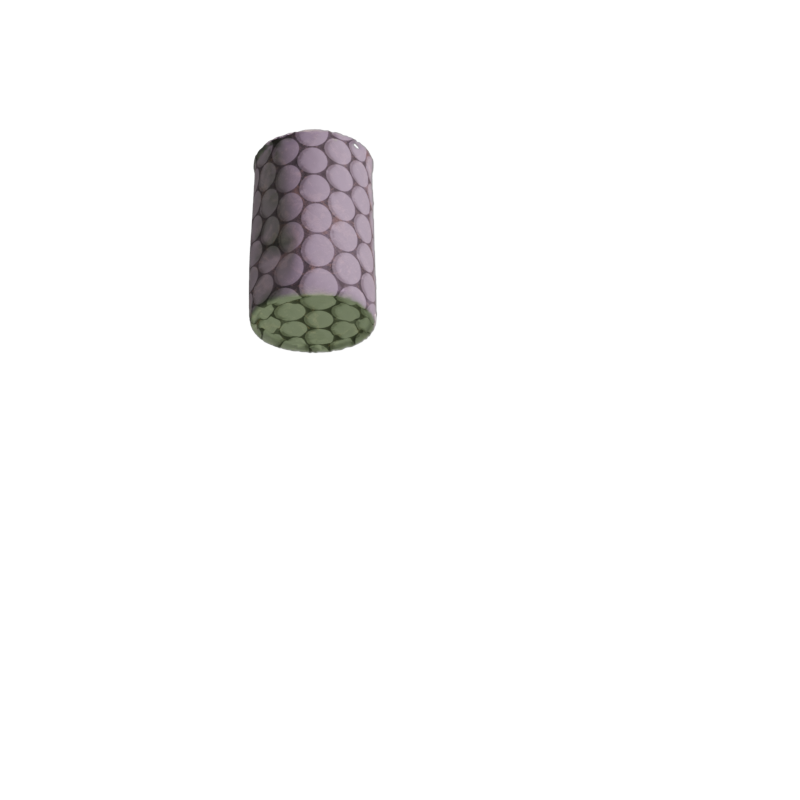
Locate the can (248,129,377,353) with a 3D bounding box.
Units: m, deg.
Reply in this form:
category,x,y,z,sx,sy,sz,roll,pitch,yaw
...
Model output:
category,x,y,z,sx,sy,sz,roll,pitch,yaw
can,-0.047,-0.085,0.598,0.068,0.109,0.064,0,-29,-2
